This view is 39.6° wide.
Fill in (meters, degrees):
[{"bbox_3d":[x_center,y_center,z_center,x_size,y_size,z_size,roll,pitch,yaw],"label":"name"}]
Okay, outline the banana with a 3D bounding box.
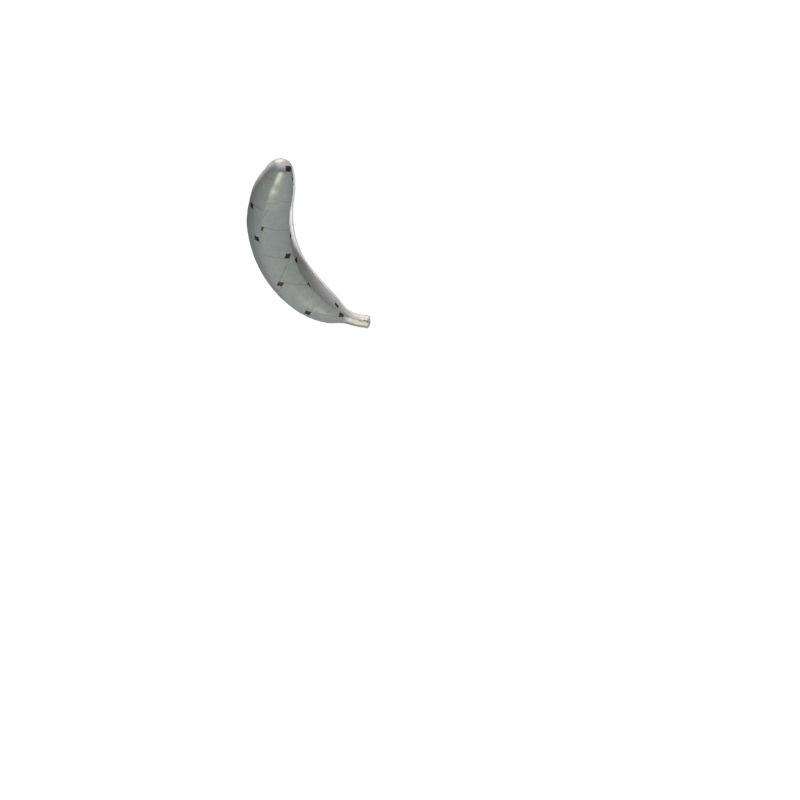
[{"bbox_3d":[-0.087,-0.122,0.906,0.070,0.039,0.182,-13,-41,15],"label":"banana"}]
